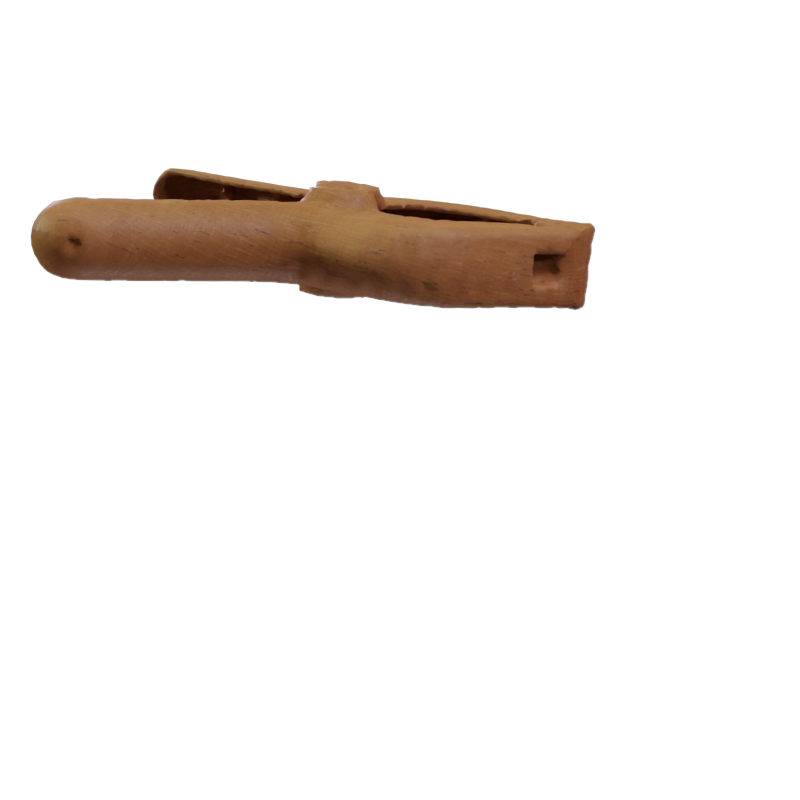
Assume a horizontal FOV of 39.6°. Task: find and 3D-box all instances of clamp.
[{"bbox_3d":[-0.028,-0.051,0.359,0.176,0.038,0.122,7,23,18],"label":"clamp"}]
